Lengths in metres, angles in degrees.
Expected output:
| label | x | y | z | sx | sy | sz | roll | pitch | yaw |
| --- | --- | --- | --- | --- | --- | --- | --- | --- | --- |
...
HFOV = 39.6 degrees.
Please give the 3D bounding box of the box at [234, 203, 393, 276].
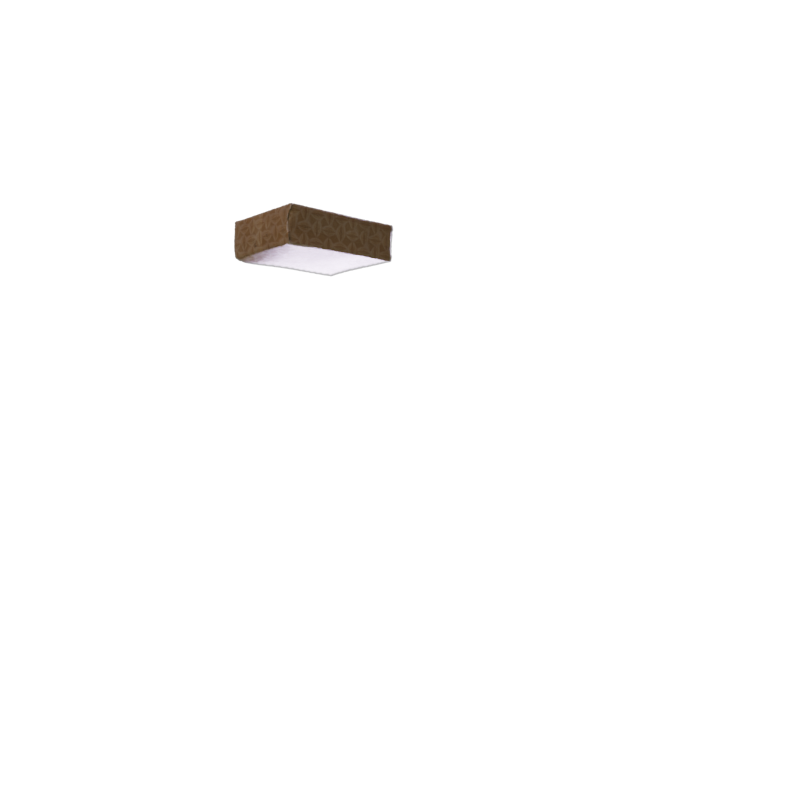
| label | x | y | z | sx | sy | sz | roll | pitch | yaw |
| --- | --- | --- | --- | --- | --- | --- | --- | --- | --- |
| box | -0.077 | -0.139 | 0.977 | 0.108 | 0.040 | 0.092 | 4 | -8 | -37 |
